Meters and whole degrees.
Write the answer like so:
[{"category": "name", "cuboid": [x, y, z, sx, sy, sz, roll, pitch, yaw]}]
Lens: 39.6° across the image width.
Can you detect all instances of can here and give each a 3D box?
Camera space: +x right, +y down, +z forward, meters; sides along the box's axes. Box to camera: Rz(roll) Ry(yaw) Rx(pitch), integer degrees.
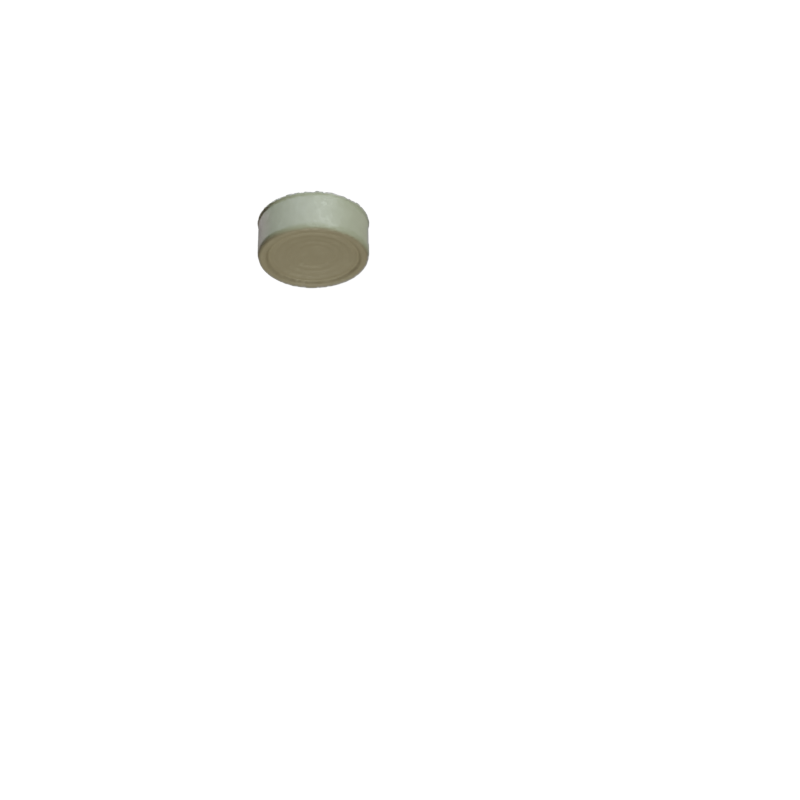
[{"category": "can", "cuboid": [-0.066, -0.120, 0.843, 0.086, 0.036, 0.081, 1, -29, -2]}]
